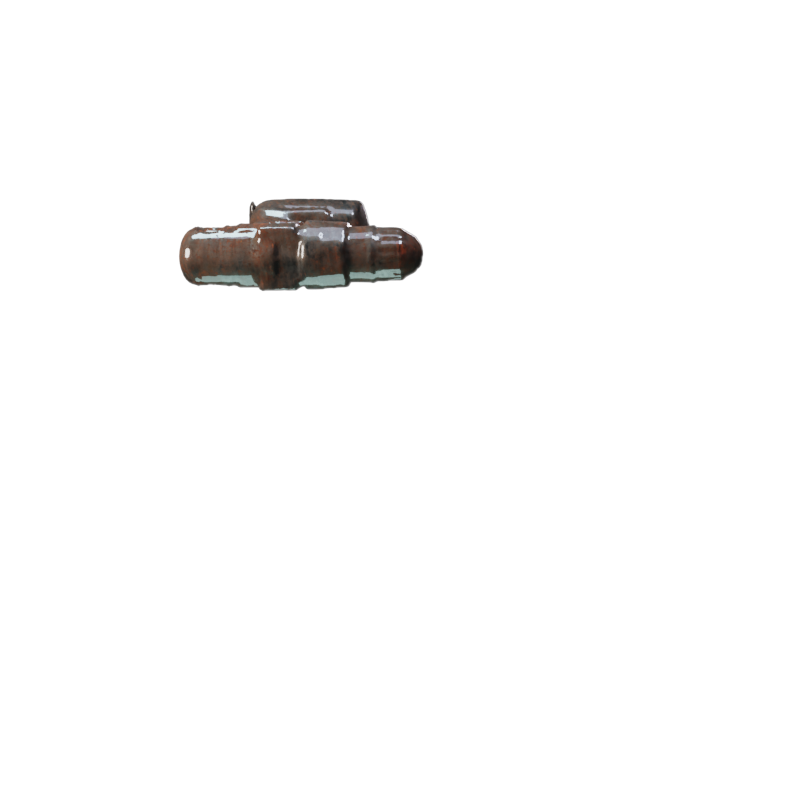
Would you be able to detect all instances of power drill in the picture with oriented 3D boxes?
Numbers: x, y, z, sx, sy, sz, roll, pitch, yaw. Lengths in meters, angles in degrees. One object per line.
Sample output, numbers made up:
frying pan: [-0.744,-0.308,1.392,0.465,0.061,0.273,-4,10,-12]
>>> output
power drill: [-0.071,-0.129,0.902,0.186,0.056,0.190,2,14,6]
